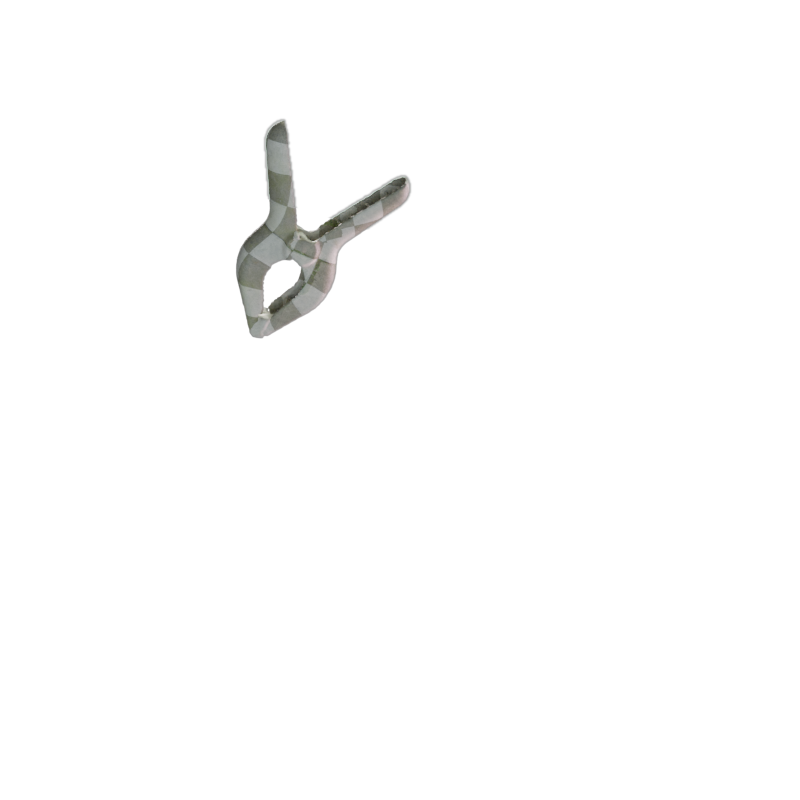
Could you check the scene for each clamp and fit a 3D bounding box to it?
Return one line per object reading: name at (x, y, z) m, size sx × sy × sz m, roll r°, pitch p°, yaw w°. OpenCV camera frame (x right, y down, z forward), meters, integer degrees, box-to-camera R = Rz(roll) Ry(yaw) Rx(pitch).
clamp at (-0.068, -0.124, 0.870) m, size 0.118 × 0.166 × 0.041 m, roll 18°, pitch 19°, yaw -7°
